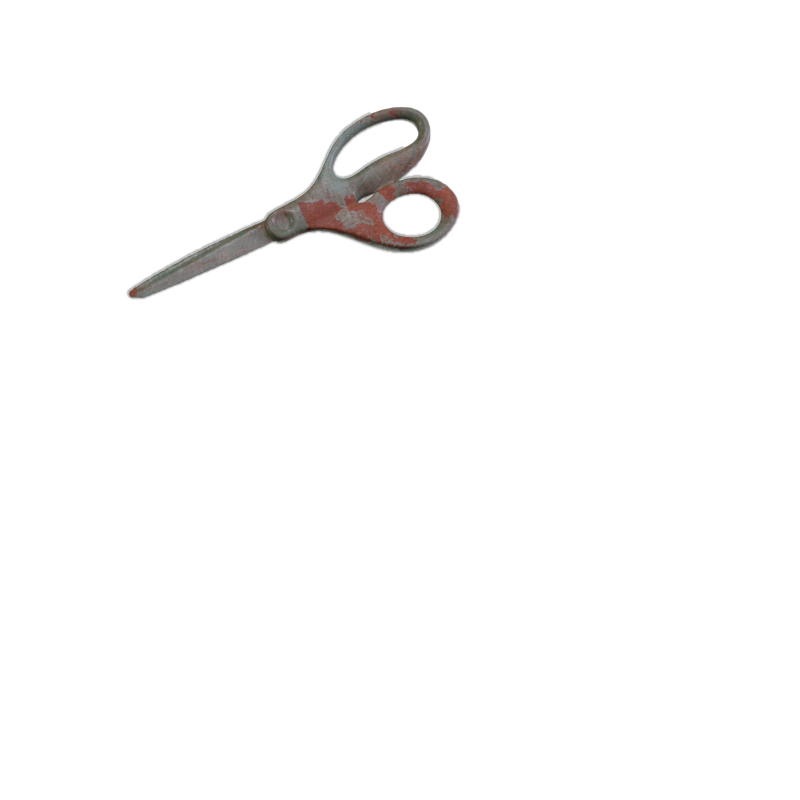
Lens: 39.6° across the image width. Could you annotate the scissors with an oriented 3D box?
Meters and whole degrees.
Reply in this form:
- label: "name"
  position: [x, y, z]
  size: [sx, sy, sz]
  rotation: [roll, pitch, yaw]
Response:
- label: "scissors"
  position: [-0.050, -0.092, 0.644]
  size: [0.203, 0.099, 0.015]
  rotation: [-42, -12, -11]
